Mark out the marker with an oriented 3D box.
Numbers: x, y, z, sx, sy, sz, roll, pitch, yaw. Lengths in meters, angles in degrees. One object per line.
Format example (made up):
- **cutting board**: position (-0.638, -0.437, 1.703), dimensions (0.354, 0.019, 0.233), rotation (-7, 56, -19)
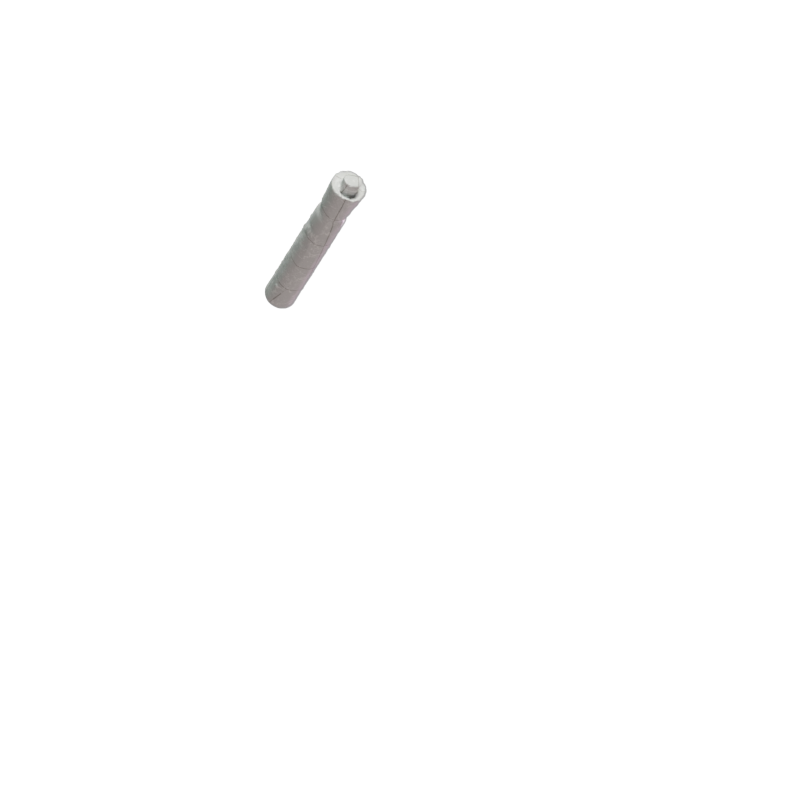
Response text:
- **marker**: position (-0.047, -0.085, 0.596), dimensions (0.019, 0.021, 0.117), rotation (-1, -24, -26)
